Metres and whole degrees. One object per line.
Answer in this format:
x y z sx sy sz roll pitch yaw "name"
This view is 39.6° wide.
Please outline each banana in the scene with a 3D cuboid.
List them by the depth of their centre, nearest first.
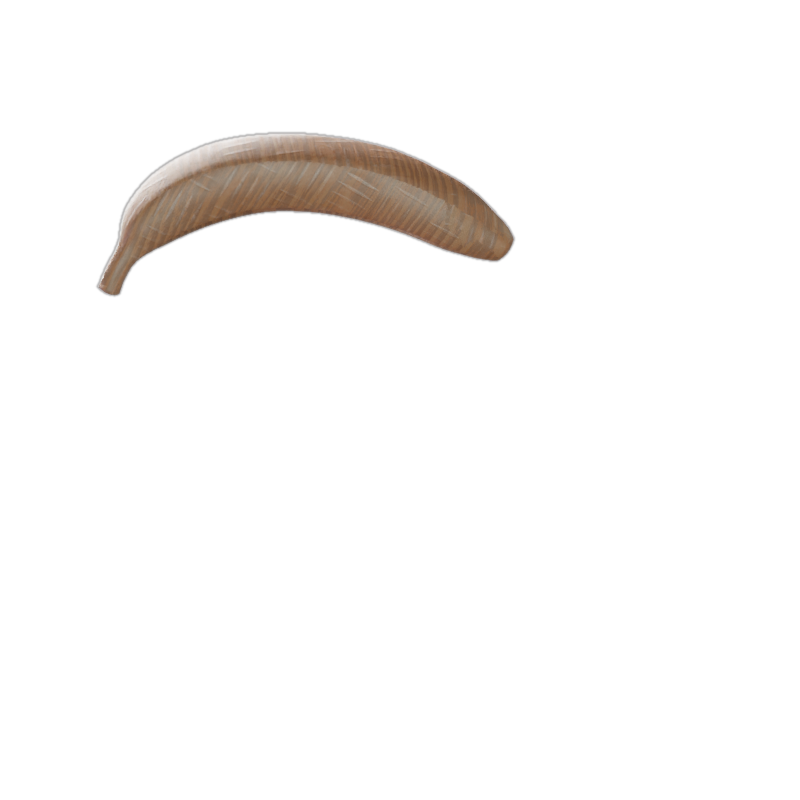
-0.047 -0.093 0.529 0.198 0.068 0.038 -5 11 1 "banana"
